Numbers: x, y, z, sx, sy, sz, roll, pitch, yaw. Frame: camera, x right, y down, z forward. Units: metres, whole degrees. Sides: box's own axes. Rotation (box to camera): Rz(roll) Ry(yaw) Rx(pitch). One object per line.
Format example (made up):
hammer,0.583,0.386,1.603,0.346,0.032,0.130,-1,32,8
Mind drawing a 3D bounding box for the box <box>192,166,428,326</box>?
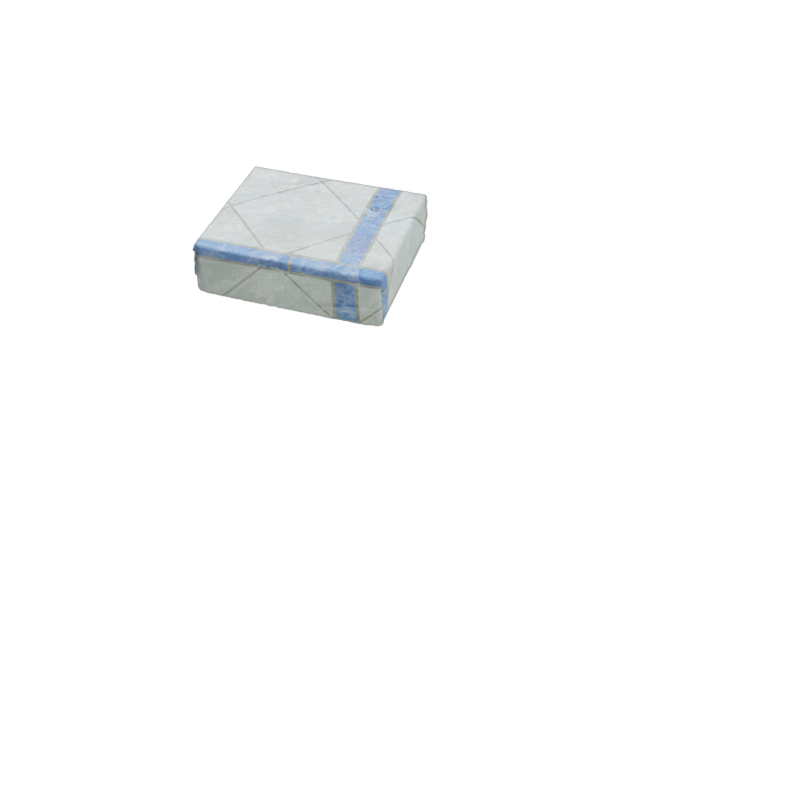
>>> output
box,-0.050,-0.091,0.638,0.116,0.036,0.094,13,42,14
